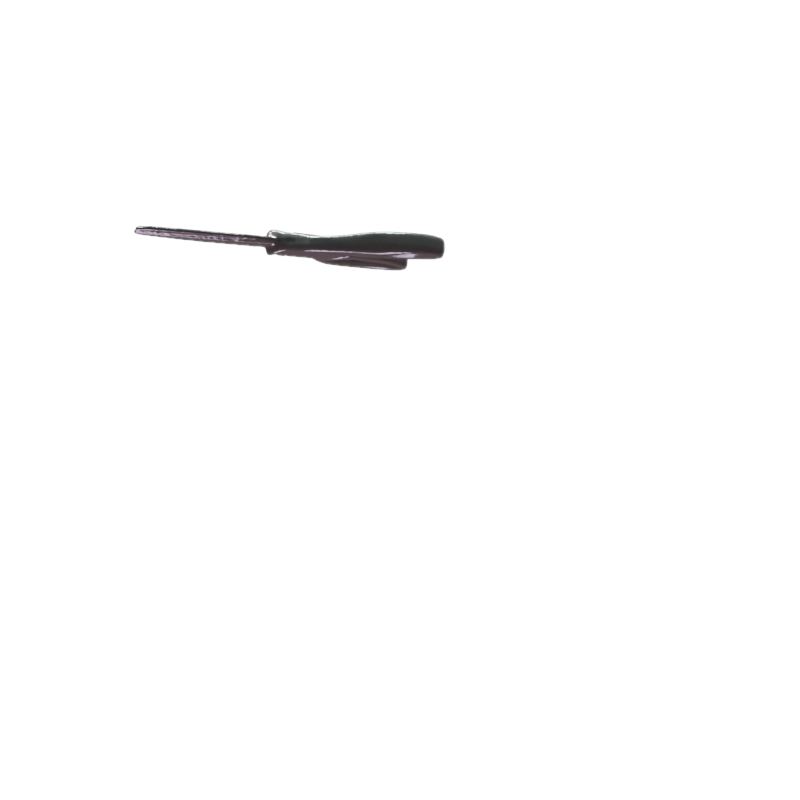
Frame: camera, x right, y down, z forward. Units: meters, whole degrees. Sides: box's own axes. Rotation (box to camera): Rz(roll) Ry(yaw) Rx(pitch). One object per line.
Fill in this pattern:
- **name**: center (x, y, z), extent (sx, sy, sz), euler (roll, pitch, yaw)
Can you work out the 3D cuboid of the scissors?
- **scissors**: center (-0.053, -0.097, 0.677), extent (0.099, 0.016, 0.193), euler (-1, -1, 41)
